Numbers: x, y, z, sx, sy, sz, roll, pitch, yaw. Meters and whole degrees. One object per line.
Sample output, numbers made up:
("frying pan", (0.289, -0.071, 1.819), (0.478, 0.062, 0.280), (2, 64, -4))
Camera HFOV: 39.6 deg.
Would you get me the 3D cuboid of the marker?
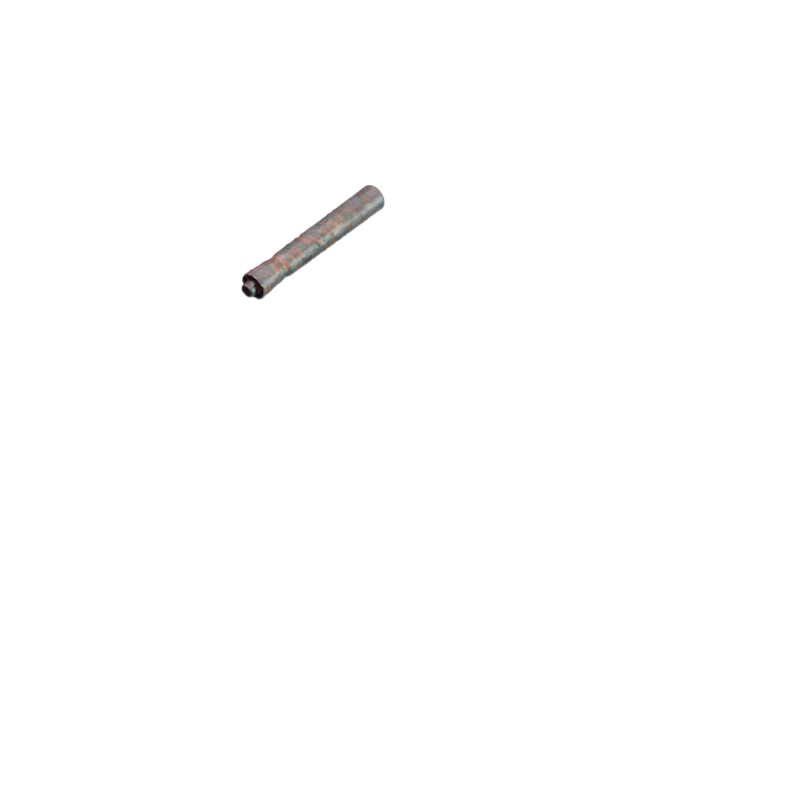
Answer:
("marker", (-0.055, -0.101, 0.705), (0.021, 0.019, 0.122), (4, 37, 48))
